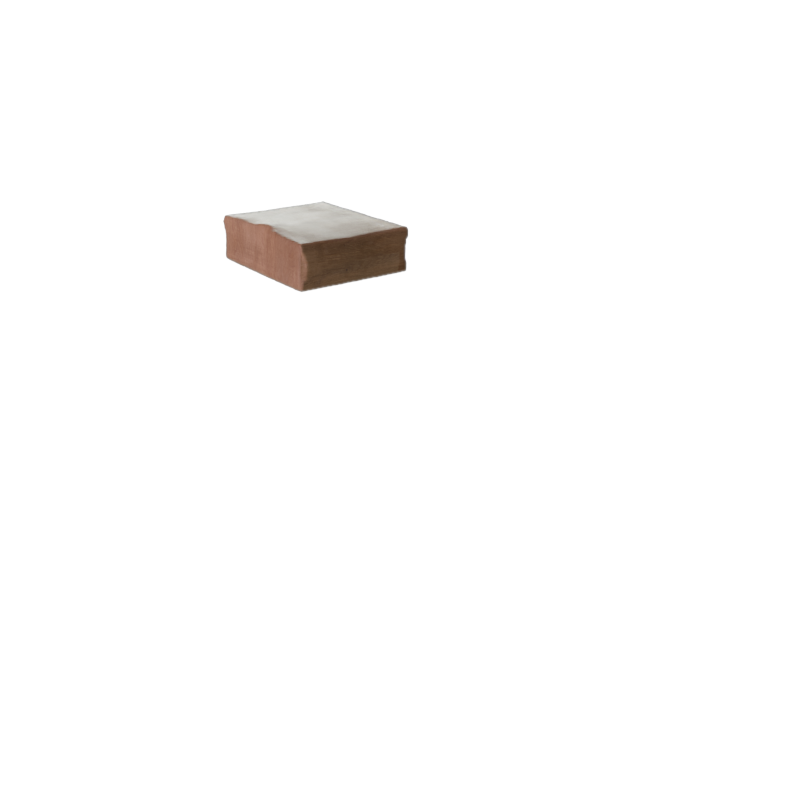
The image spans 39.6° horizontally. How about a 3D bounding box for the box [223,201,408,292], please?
[{"bbox_3d":[-0.051,-0.093,0.649,0.071,0.029,0.095,-14,25,-32],"label":"box"}]
